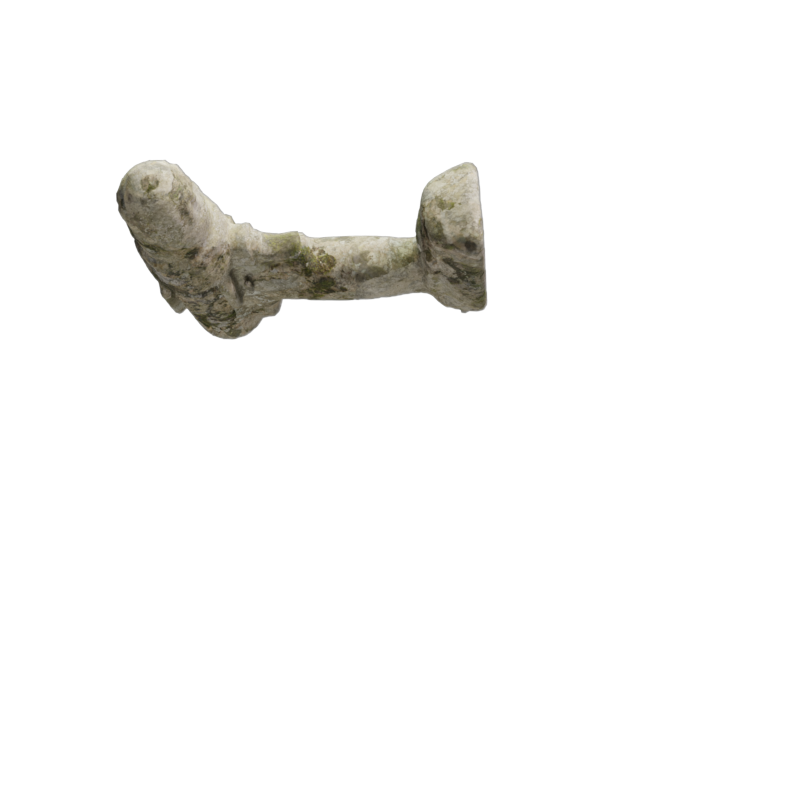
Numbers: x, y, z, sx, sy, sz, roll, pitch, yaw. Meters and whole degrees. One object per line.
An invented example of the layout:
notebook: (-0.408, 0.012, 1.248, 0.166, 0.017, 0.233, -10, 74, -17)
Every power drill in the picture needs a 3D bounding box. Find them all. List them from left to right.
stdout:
power drill: (-0.048, -0.088, 0.613, 0.189, 0.060, 0.175, -2, -16, 8)
